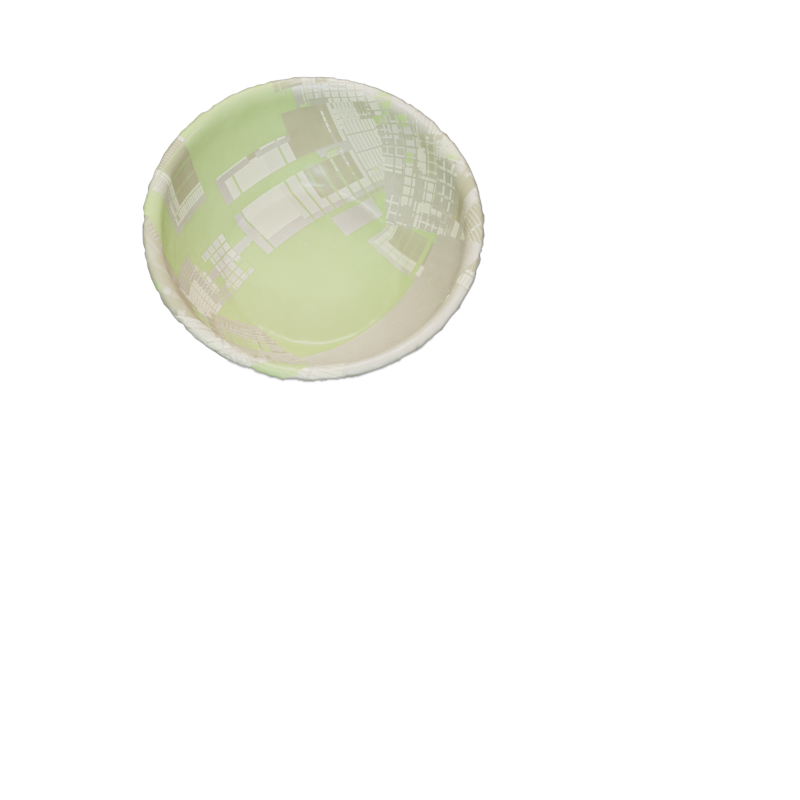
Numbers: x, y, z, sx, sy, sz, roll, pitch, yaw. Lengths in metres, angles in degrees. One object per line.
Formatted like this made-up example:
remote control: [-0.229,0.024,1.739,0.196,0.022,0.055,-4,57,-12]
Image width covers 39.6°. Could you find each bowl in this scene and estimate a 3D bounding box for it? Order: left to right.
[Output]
bowl: [-0.043,-0.078,0.546,0.162,0.171,0.052,-1,-24,-1]
